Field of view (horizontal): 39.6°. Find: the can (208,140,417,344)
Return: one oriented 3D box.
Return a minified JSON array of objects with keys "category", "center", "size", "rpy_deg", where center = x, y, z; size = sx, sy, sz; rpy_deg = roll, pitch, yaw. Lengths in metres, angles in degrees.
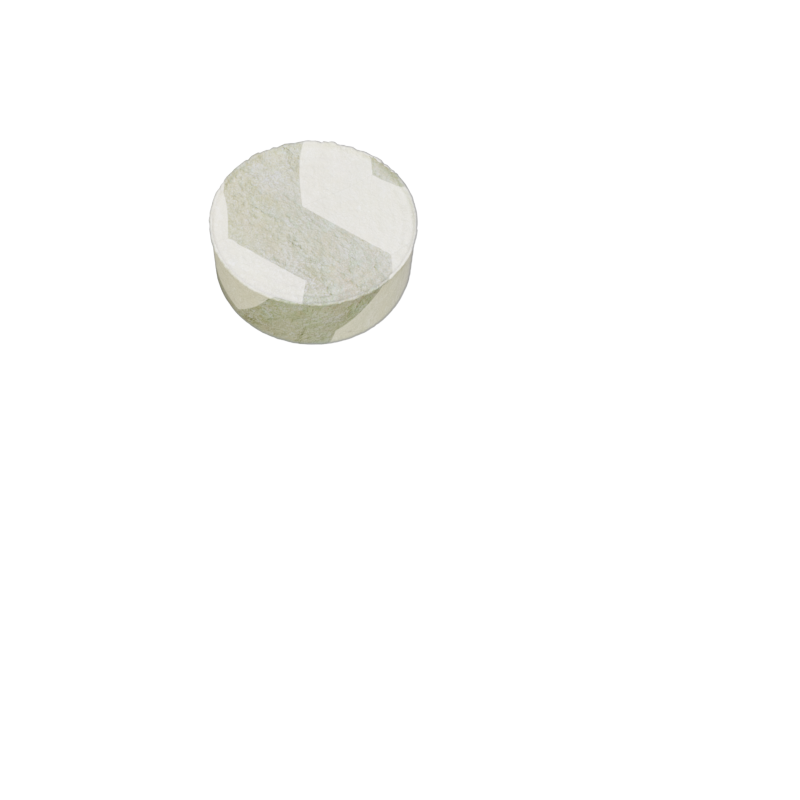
[{"category":"can","center":[-0.037,-0.067,0.467],"size":[0.086,0.092,0.031],"rpy_deg":[-1,-34,-1]}]
